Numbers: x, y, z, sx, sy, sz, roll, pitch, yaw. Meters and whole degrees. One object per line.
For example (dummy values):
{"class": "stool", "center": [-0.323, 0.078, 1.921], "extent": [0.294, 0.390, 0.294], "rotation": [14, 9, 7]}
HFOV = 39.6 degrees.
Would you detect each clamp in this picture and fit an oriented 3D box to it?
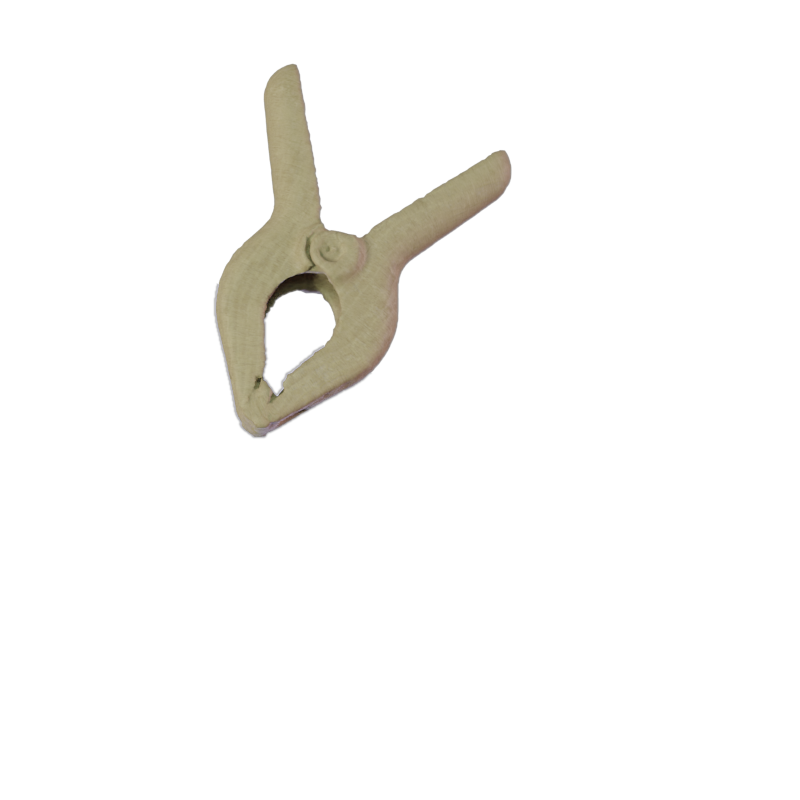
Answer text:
{"class": "clamp", "center": [-0.039, -0.070, 0.492], "extent": [0.124, 0.176, 0.037], "rotation": [28, -22, 12]}
